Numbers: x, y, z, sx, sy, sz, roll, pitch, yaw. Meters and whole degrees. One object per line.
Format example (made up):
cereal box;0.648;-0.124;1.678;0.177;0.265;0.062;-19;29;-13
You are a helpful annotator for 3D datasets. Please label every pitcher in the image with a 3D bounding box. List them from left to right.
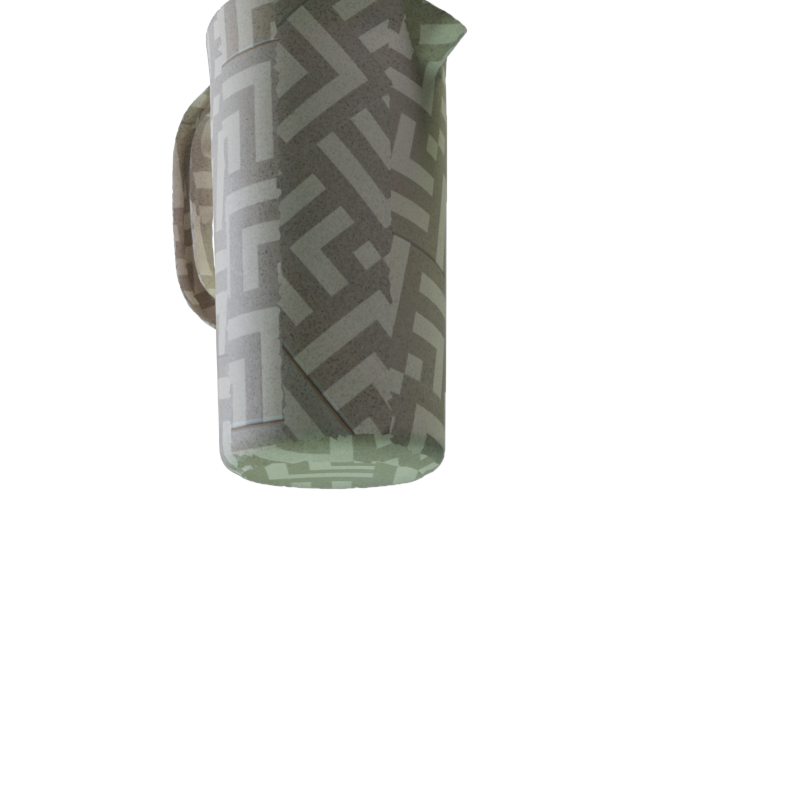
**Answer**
pitcher;-0.045;-0.082;0.575;0.143;0.254;0.145;3;-18;-11
